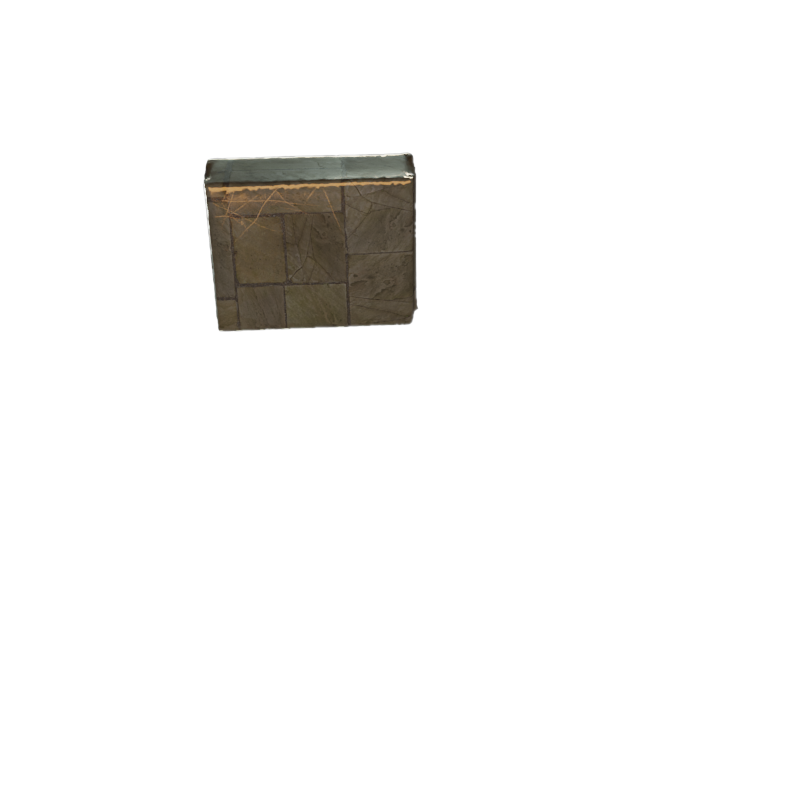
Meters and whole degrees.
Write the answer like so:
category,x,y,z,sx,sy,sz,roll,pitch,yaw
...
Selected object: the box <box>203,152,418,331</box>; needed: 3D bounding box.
category,x,y,z,sx,sy,sz,roll,pitch,yaw
box,-0.037,-0.069,0.481,0.089,0.068,0.032,-2,32,1
